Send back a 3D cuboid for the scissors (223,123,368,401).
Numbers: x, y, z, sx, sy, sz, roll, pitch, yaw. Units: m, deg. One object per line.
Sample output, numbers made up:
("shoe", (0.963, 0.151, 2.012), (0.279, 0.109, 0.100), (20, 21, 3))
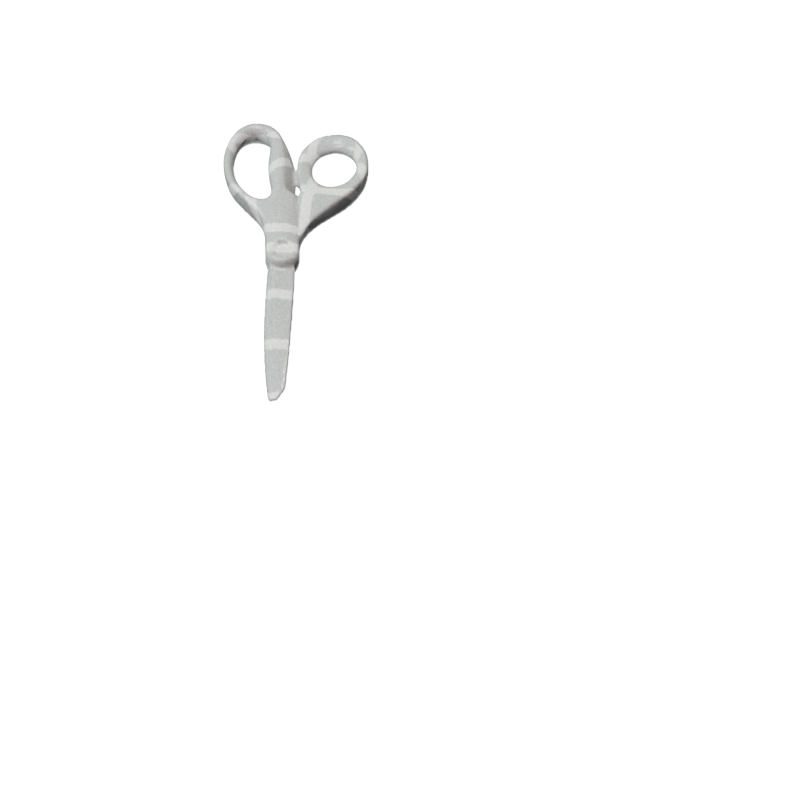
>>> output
("scissors", (-0.049, -0.090, 0.630), (0.095, 0.218, 0.015), (-12, -38, -10))
